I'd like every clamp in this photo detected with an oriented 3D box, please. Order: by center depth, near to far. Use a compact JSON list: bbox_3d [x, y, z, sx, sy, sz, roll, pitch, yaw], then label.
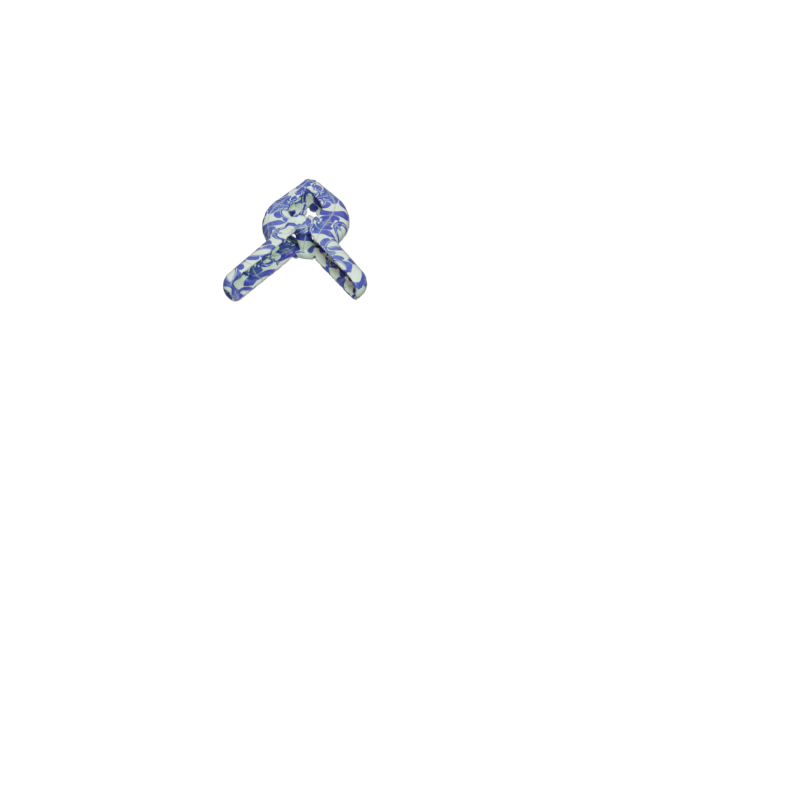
[{"bbox_3d":[-0.077,-0.140,0.979,0.122,0.037,0.181,8,43,8],"label":"clamp"}]
